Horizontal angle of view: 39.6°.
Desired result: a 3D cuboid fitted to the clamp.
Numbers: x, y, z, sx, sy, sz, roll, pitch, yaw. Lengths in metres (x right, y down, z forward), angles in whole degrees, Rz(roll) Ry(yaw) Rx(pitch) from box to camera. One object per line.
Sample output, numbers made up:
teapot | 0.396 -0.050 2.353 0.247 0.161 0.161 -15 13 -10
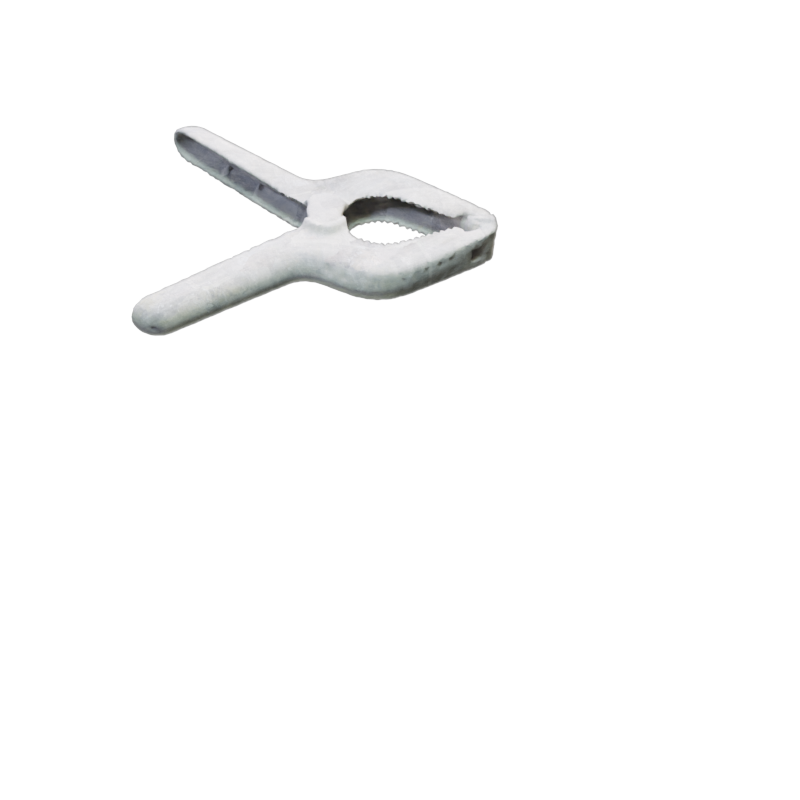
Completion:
clamp | -0.051 -0.093 0.651 0.212 0.175 0.034 7 -39 6
